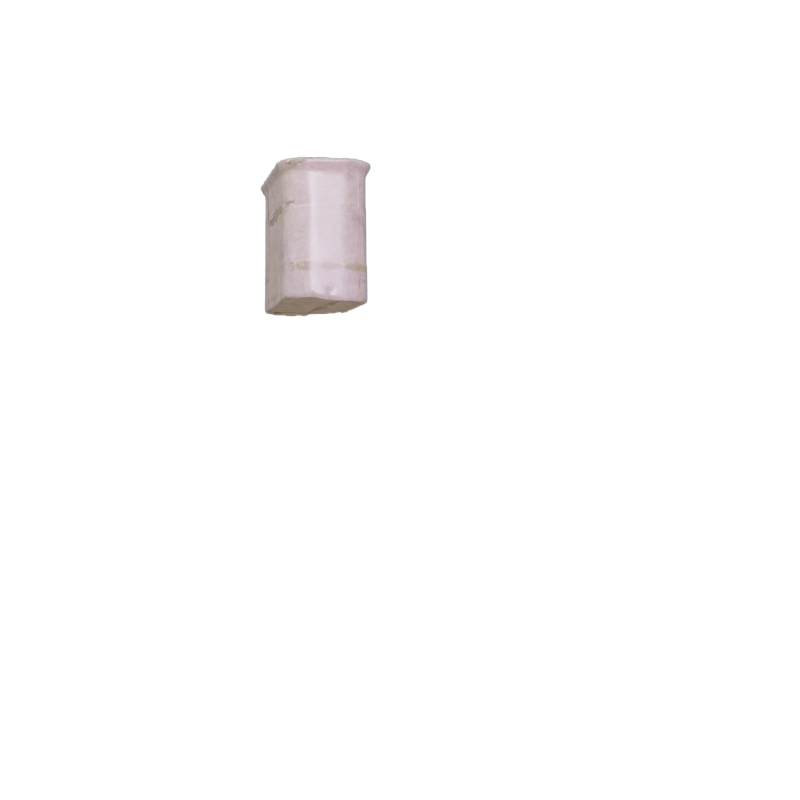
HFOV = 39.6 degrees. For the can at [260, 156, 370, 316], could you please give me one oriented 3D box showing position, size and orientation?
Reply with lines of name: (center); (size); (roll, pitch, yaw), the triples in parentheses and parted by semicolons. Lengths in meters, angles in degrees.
can: (-0.054, -0.098, 0.686); (0.056, 0.085, 0.102); (1, -5, -14)
